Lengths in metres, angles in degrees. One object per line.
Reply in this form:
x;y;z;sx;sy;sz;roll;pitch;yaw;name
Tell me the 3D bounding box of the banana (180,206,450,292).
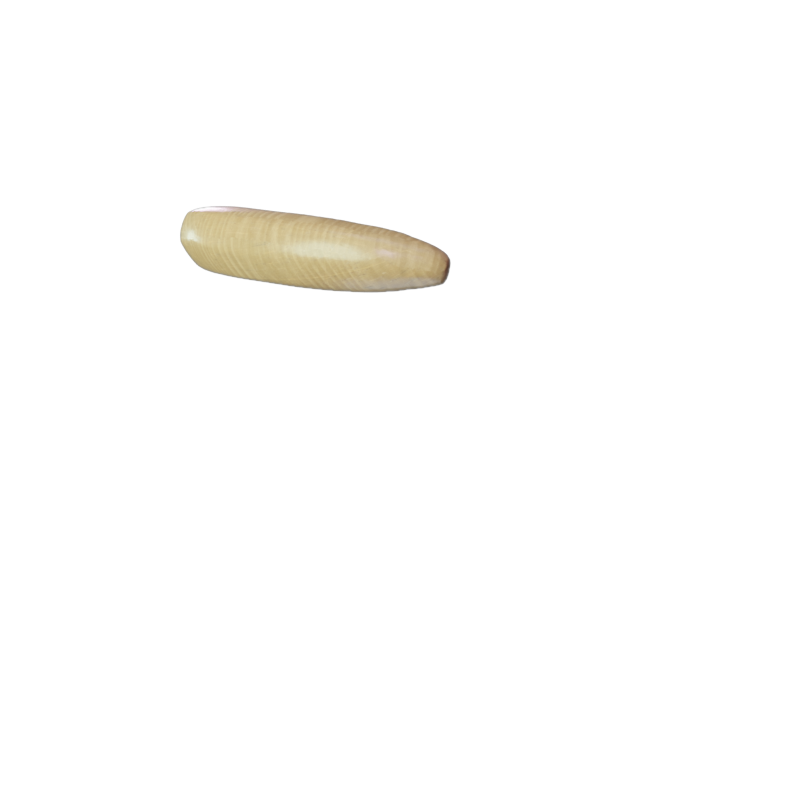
-0.063;-0.082;0.583;0.068;0.036;0.208;-10;17;-38;banana
